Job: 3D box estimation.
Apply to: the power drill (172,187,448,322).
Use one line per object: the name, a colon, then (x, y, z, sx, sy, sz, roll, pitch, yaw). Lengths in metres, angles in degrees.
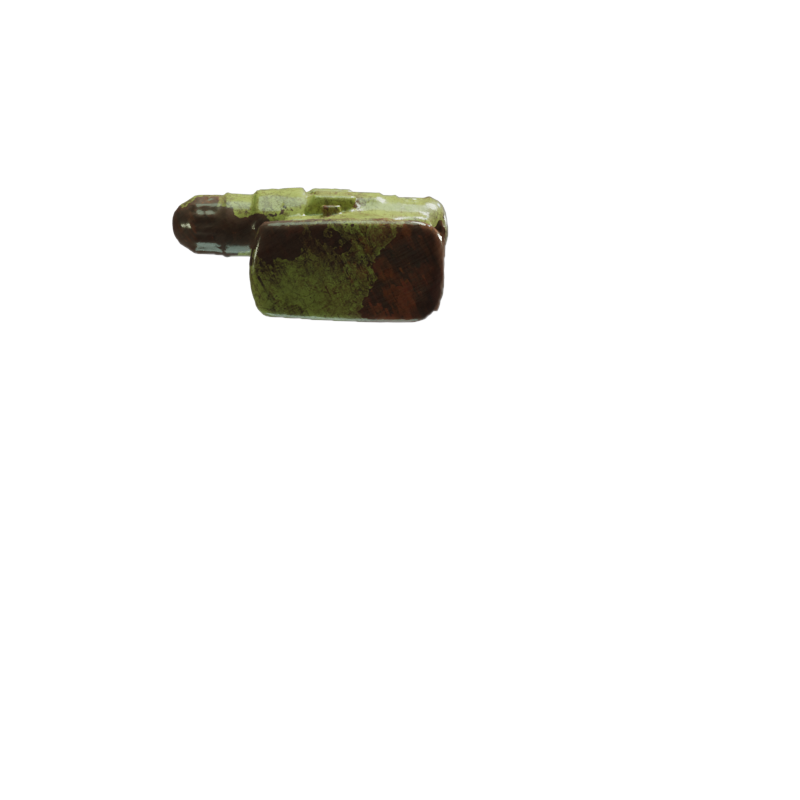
power drill: (-0.053, -0.097, 0.678, 0.184, 0.055, 0.195, -1, 18, -4)
